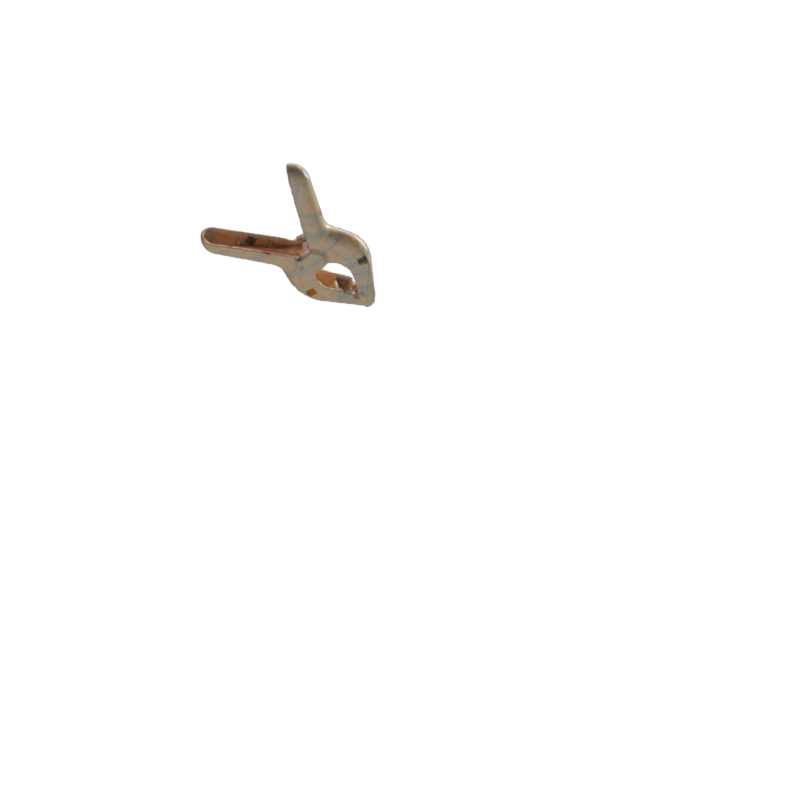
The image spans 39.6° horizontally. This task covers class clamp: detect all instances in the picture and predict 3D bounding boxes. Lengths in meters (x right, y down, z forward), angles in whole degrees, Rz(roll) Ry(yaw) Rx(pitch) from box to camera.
[{"bbox_3d":[-0.077,-0.141,0.985,0.162,0.042,0.118,25,-43,-30],"label":"clamp"}]
